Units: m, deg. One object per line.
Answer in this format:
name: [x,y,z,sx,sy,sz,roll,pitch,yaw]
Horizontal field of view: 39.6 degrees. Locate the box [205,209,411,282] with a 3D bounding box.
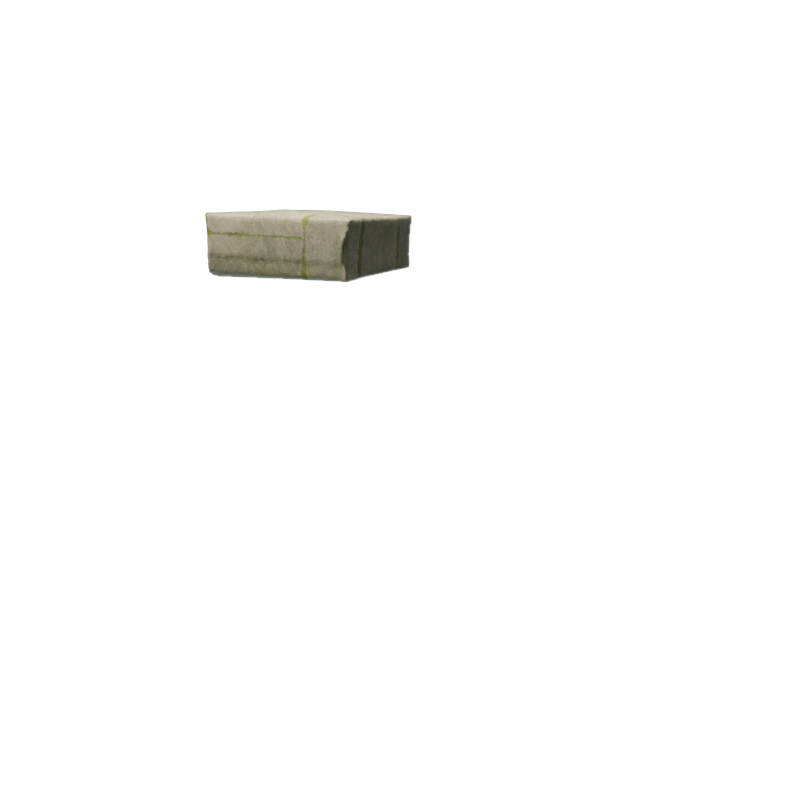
box: [-0.052,-0.095,0.665,0.092,0.038,0.113,4,13,20]
